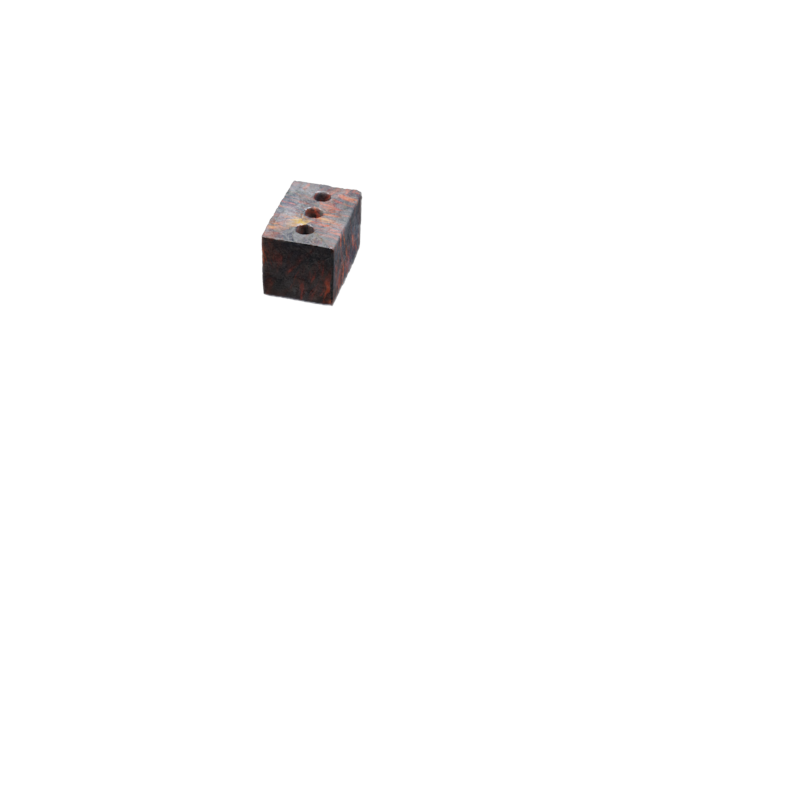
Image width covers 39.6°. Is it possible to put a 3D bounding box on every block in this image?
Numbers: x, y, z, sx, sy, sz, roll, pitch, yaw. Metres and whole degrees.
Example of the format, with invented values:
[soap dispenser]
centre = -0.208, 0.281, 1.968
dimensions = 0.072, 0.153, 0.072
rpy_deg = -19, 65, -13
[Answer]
[block]
centre = -0.061, -0.112, 0.782
dimensions = 0.054, 0.048, 0.082
rpy_deg = 9, 40, 9
